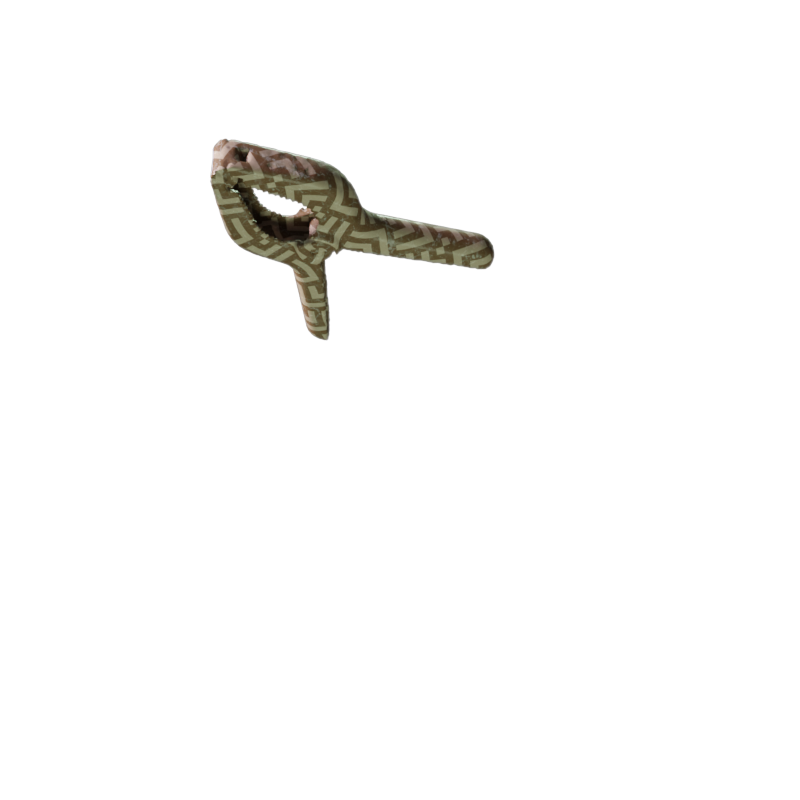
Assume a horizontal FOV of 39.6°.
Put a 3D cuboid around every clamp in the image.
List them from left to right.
[{"bbox_3d":[-0.061,-0.111,0.776,0.197,0.039,0.164,28,-42,-35],"label":"clamp"}]
